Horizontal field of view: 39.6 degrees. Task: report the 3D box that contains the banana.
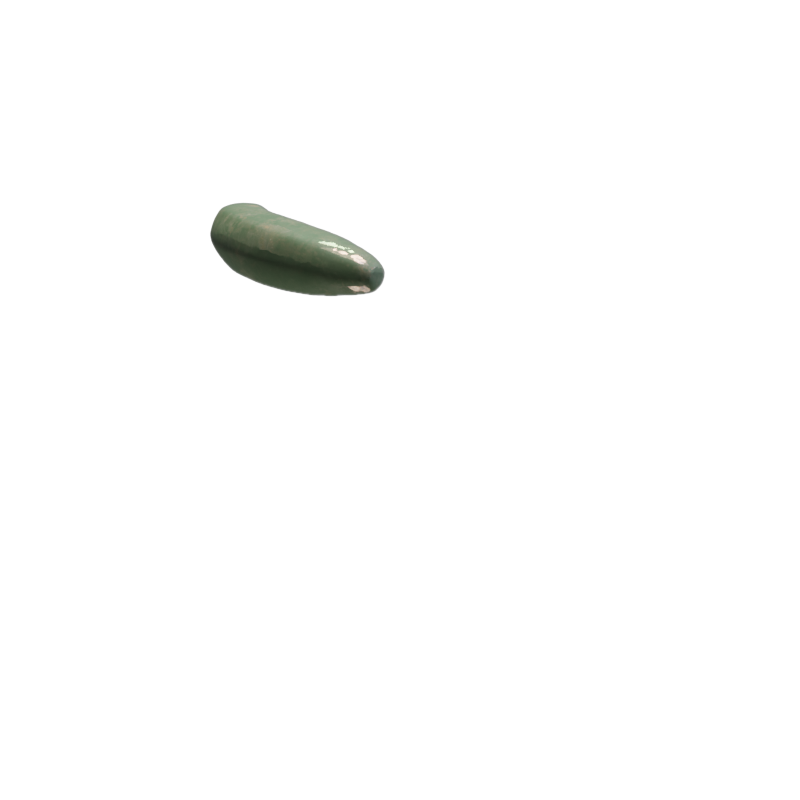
[{"bbox_3d":[-0.066,-0.087,0.608,0.068,0.036,0.206,-4,16,-15],"label":"banana"}]
